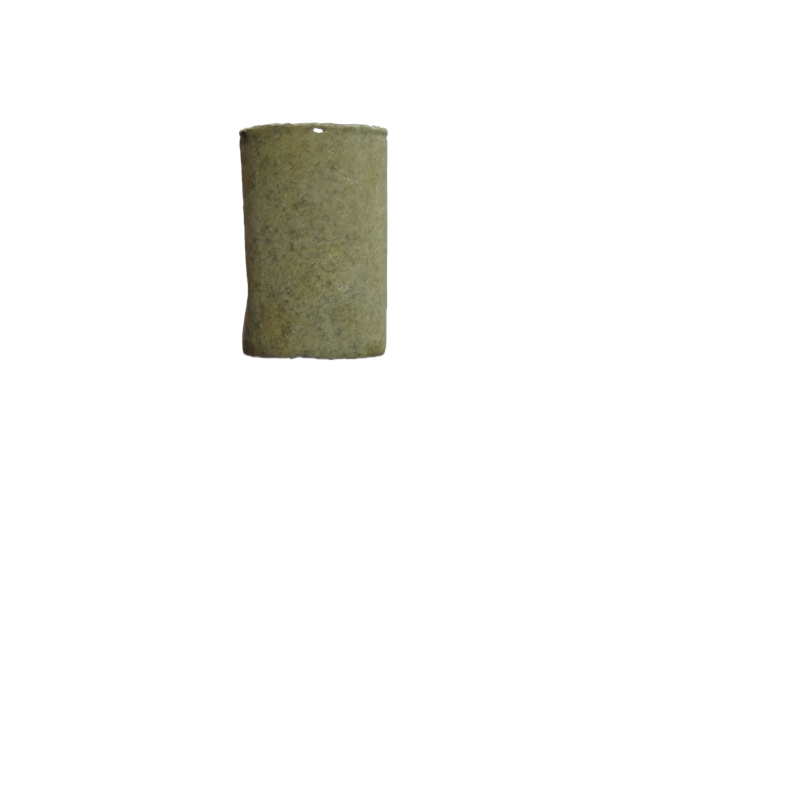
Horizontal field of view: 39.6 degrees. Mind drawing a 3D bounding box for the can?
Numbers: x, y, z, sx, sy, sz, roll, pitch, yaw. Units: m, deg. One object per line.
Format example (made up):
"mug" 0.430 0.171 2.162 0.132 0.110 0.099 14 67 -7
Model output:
"can" -0.040 -0.072 0.505 0.068 0.102 0.069 0 2 -2
